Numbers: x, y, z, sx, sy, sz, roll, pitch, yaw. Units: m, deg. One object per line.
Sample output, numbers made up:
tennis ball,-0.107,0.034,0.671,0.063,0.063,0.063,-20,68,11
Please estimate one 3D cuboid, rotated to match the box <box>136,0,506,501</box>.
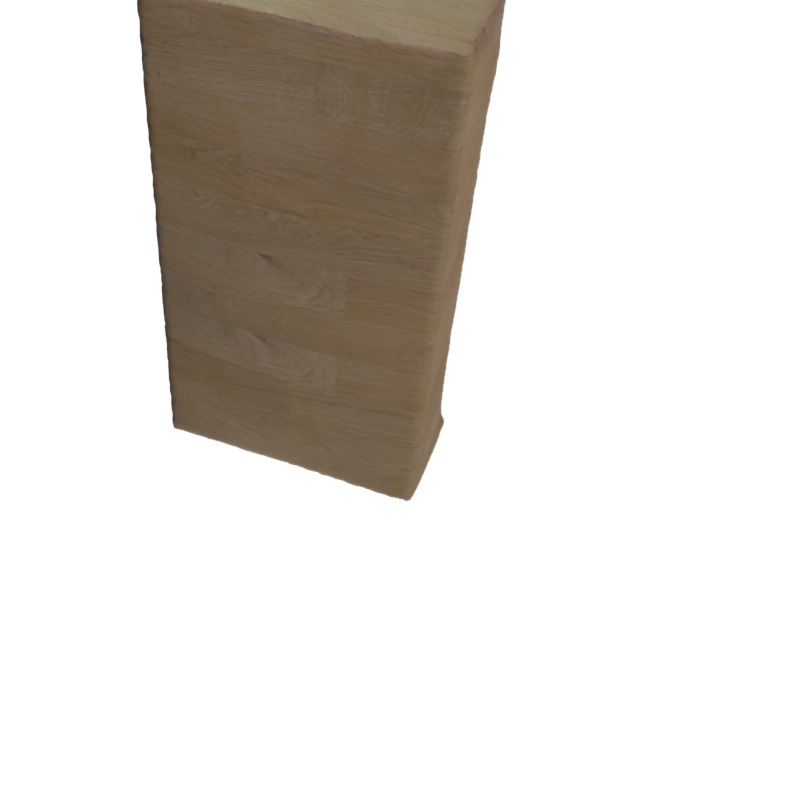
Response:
box,-0.027,-0.049,0.343,0.096,0.164,0.050,16,48,12
